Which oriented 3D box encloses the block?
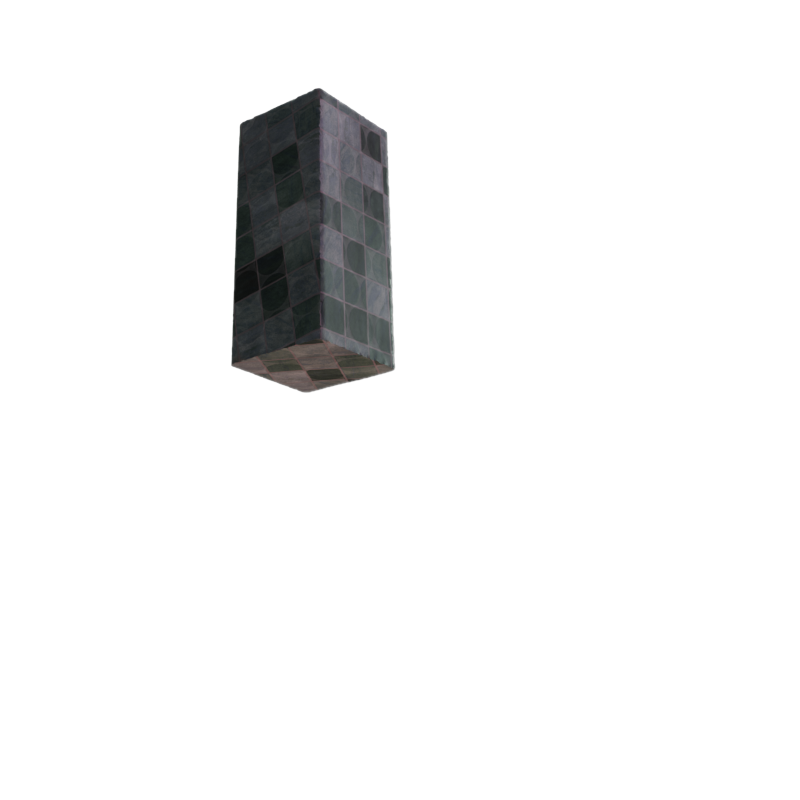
[{"bbox_3d":[-0.068,-0.123,0.860,0.091,0.218,0.085,-18,-29,34],"label":"block"}]
